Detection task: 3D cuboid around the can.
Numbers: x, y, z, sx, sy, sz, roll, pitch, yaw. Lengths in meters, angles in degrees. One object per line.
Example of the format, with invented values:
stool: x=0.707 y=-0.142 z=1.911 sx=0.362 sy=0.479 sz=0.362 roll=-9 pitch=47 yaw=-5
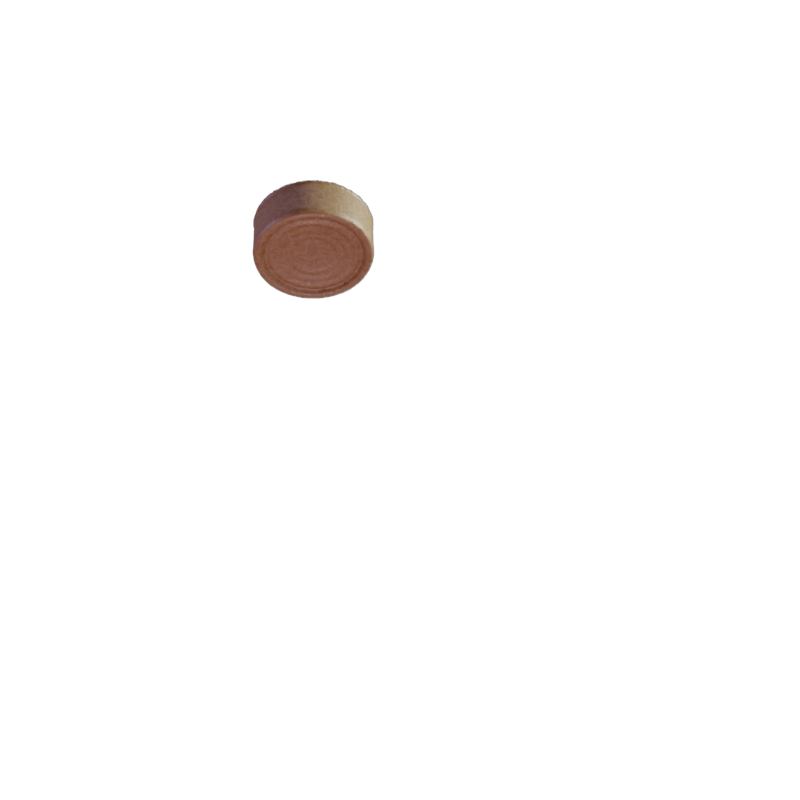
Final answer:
can: x=-0.061 y=-0.111 z=0.777 sx=0.086 sy=0.036 sz=0.080 roll=1 pitch=-43 yaw=-1
